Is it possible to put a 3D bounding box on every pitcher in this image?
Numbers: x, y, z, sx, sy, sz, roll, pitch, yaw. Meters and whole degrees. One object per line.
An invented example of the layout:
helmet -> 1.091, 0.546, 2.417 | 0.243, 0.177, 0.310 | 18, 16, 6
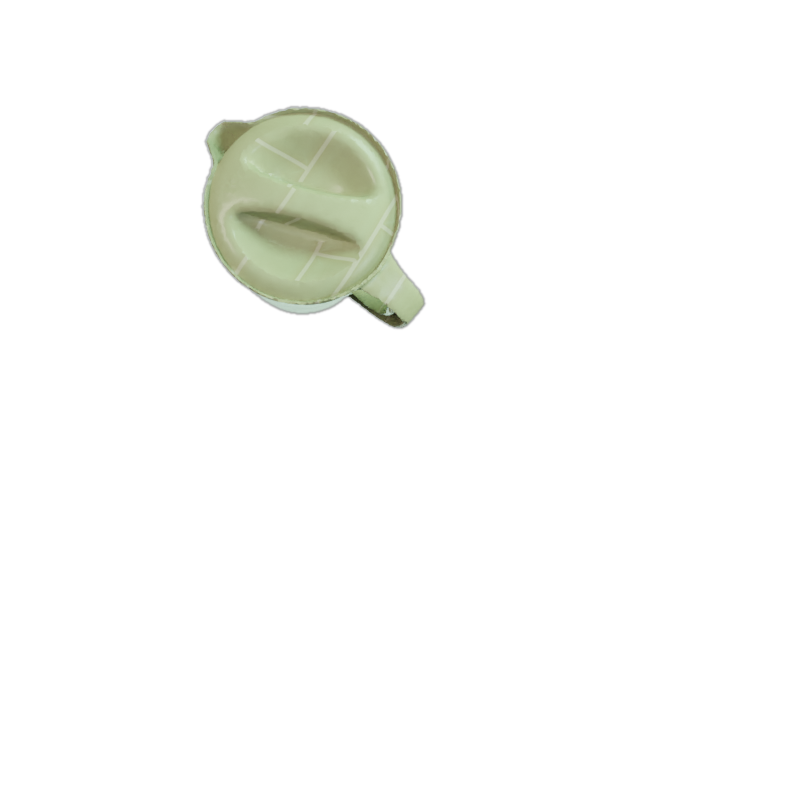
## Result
pitcher -> -0.066, -0.121, 0.846 | 0.144, 0.152, 0.240 | -5, -3, -3
